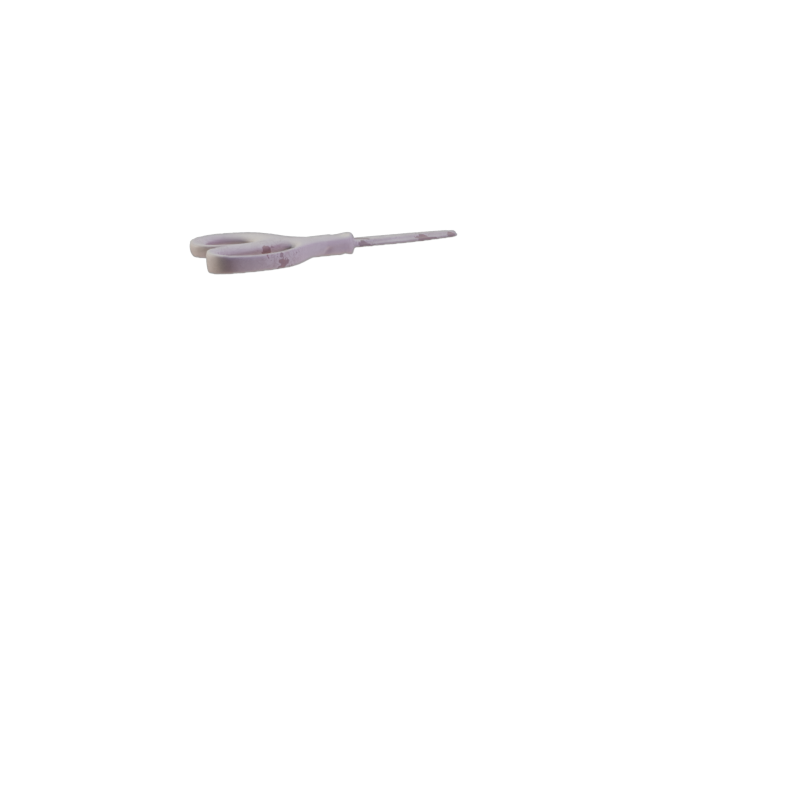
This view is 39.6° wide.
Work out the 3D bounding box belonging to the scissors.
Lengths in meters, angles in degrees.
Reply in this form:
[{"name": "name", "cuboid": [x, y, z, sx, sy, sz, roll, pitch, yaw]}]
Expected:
[{"name": "scissors", "cuboid": [-0.061, -0.112, 0.785, 0.197, 0.015, 0.102, -17, 24, -42]}]
